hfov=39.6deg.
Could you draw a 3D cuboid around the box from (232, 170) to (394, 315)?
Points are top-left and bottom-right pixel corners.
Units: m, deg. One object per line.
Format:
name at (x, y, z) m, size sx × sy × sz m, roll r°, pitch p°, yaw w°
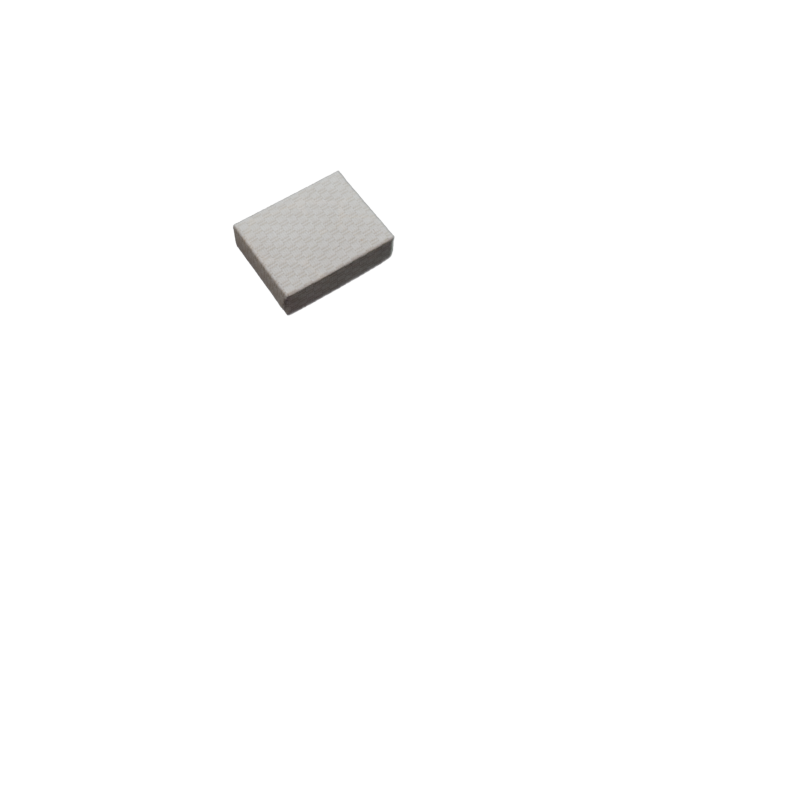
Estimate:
box at (-0.076, -0.138, 0.966) m, size 0.113 × 0.096 × 0.036 m, roll -29°, pitch -28°, yaw -18°
